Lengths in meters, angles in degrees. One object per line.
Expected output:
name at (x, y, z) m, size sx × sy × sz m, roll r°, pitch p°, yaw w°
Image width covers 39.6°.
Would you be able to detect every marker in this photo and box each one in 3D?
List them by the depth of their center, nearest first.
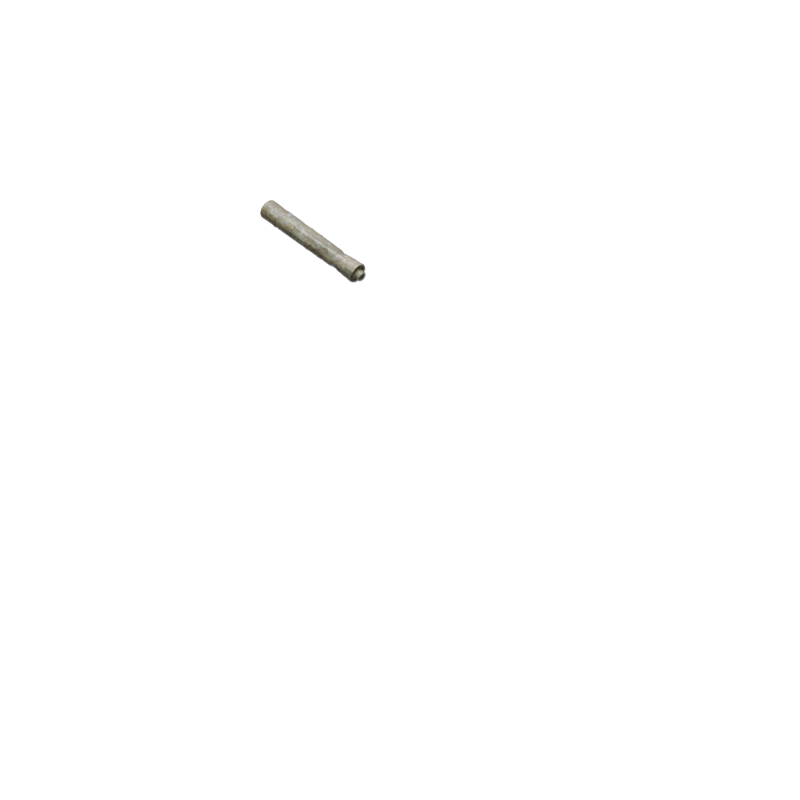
marker at (-0.077, -0.140, 0.981) m, size 0.129 × 0.019 × 0.019 m, roll 38°, pitch 23°, yaw 29°
